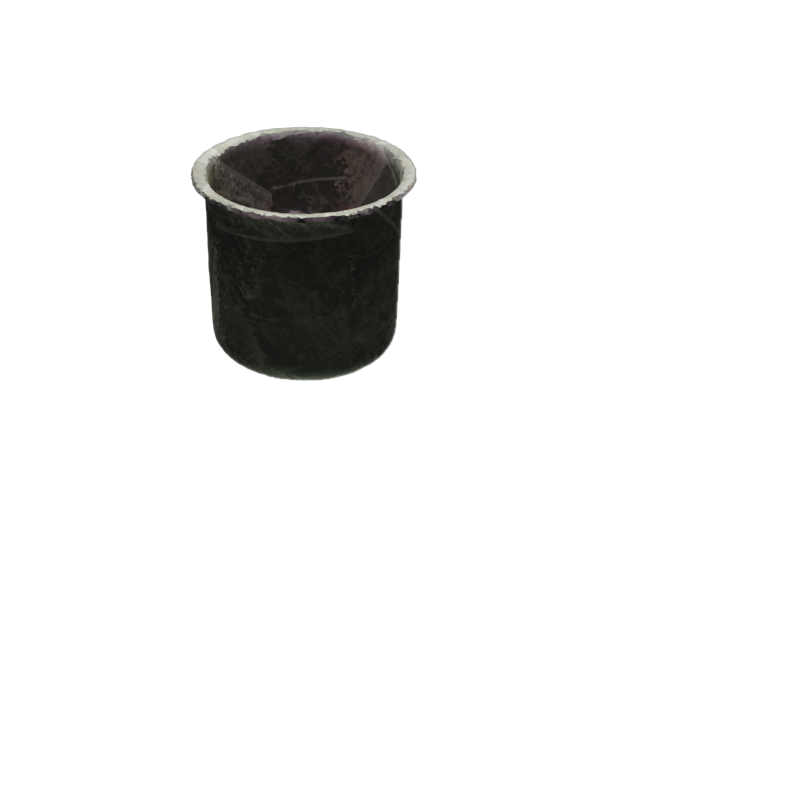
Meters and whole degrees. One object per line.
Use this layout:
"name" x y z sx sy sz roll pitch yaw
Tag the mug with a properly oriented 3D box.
"mug" -0.038 -0.069 0.485 0.095 0.077 0.122 9 34 13
